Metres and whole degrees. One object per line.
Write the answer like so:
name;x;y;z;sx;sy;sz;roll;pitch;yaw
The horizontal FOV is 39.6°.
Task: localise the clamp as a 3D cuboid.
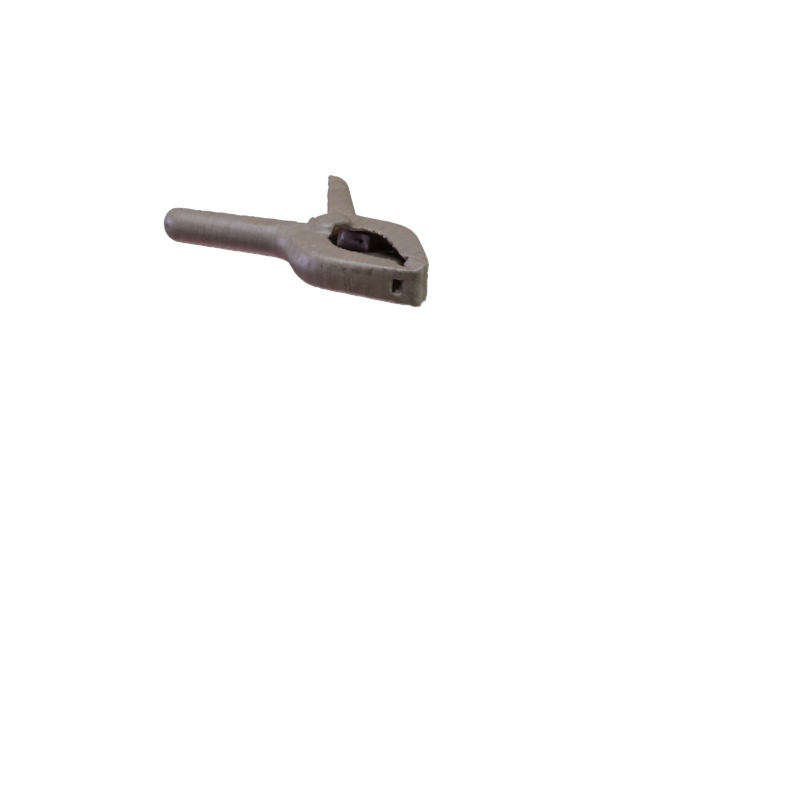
clamp;-0.062;-0.113;0.793;0.162;0.034;0.225;-16;32;-28
